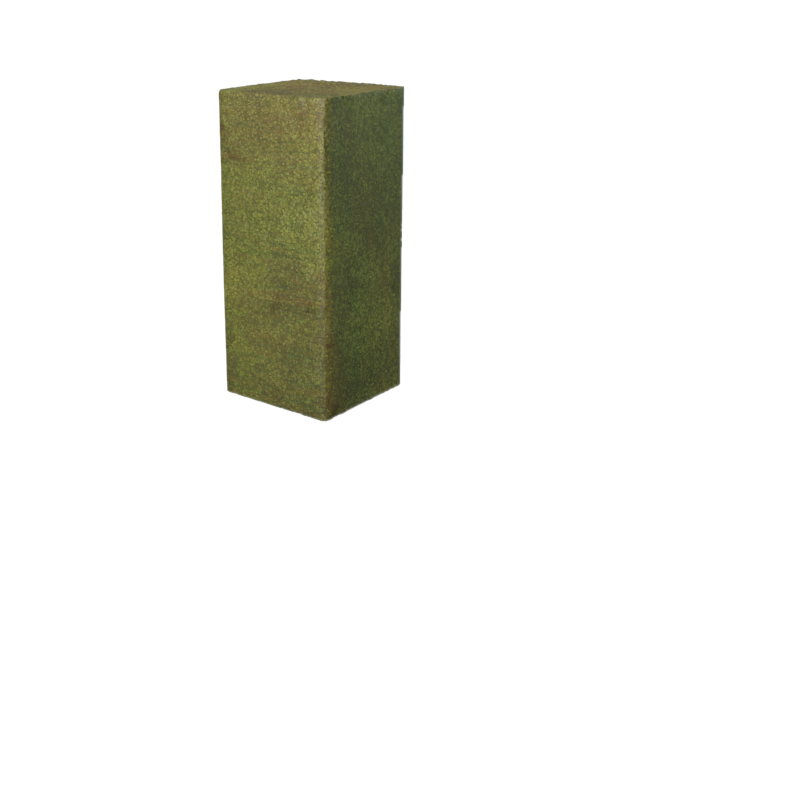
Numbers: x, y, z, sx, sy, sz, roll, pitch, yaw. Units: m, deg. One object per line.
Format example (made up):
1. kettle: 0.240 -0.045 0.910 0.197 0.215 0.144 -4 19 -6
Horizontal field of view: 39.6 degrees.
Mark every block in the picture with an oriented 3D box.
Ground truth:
1. block: -0.058 -0.105 0.739 0.095 0.199 0.089 12 19 34
